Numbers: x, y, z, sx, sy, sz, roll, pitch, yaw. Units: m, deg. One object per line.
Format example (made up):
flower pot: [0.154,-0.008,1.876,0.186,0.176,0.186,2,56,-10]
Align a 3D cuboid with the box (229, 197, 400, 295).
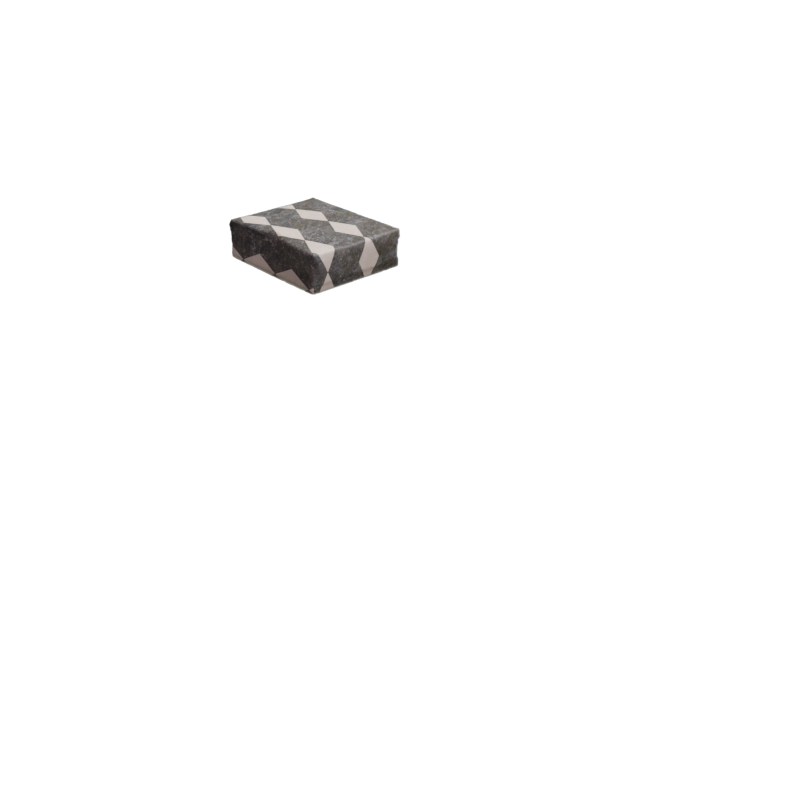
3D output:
box: [-0.057,-0.103,0.724,0.072,0.029,0.095,-21,34,-36]
